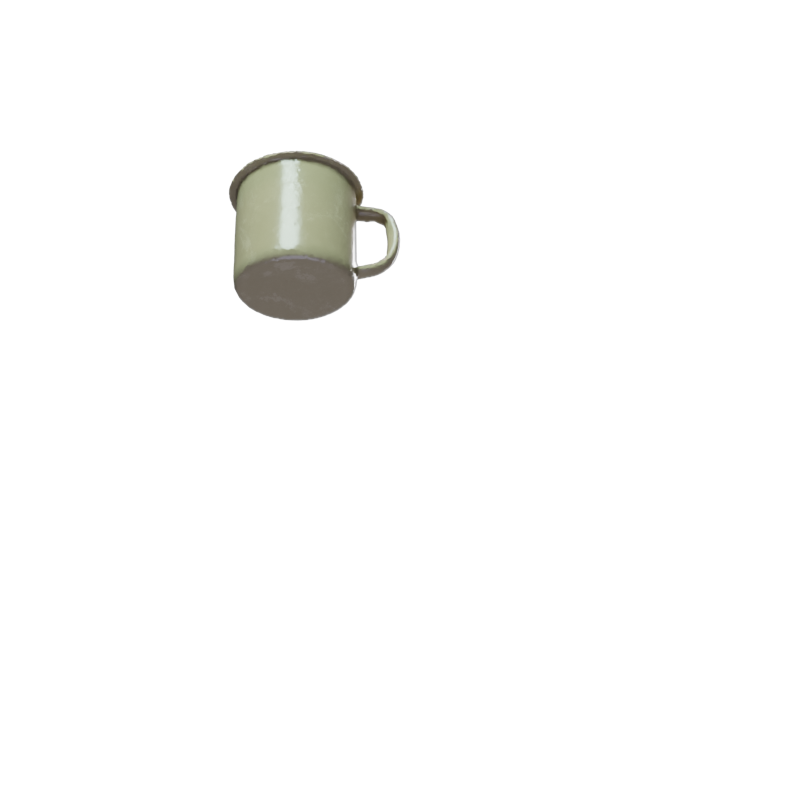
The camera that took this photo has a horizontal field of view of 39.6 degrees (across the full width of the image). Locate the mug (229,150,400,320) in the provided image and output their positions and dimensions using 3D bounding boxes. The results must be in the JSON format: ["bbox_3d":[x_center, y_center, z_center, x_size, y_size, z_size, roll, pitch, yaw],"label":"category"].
[{"bbox_3d":[-0.059,-0.107,0.748,0.116,0.087,0.088,3,-32,-6],"label":"mug"}]
